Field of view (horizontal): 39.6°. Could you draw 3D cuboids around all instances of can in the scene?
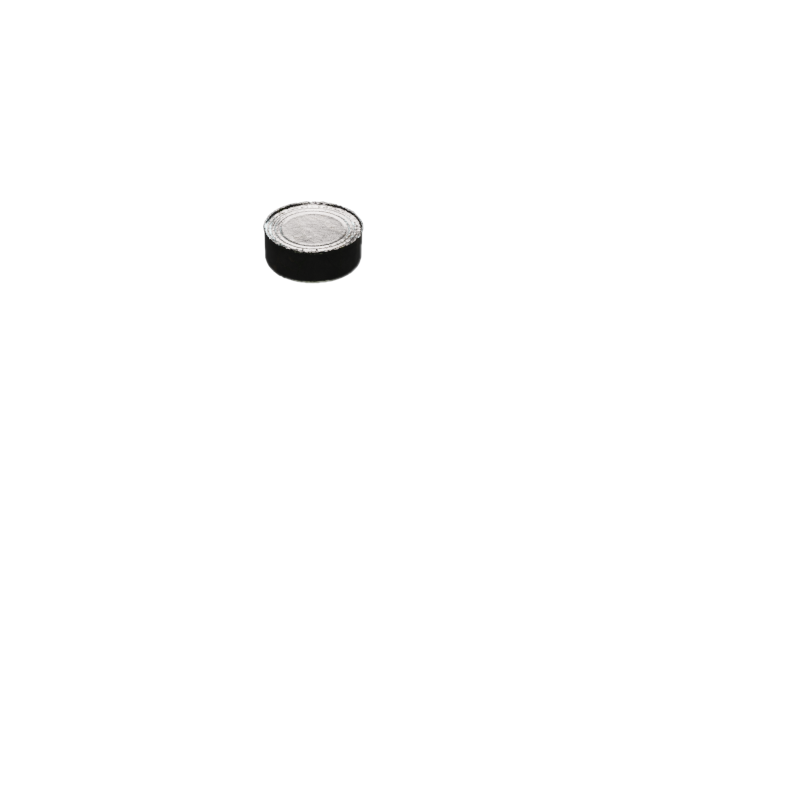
[{"bbox_3d":[-0.075,-0.137,0.960,0.086,0.031,0.092,-1,37,-2],"label":"can"}]
